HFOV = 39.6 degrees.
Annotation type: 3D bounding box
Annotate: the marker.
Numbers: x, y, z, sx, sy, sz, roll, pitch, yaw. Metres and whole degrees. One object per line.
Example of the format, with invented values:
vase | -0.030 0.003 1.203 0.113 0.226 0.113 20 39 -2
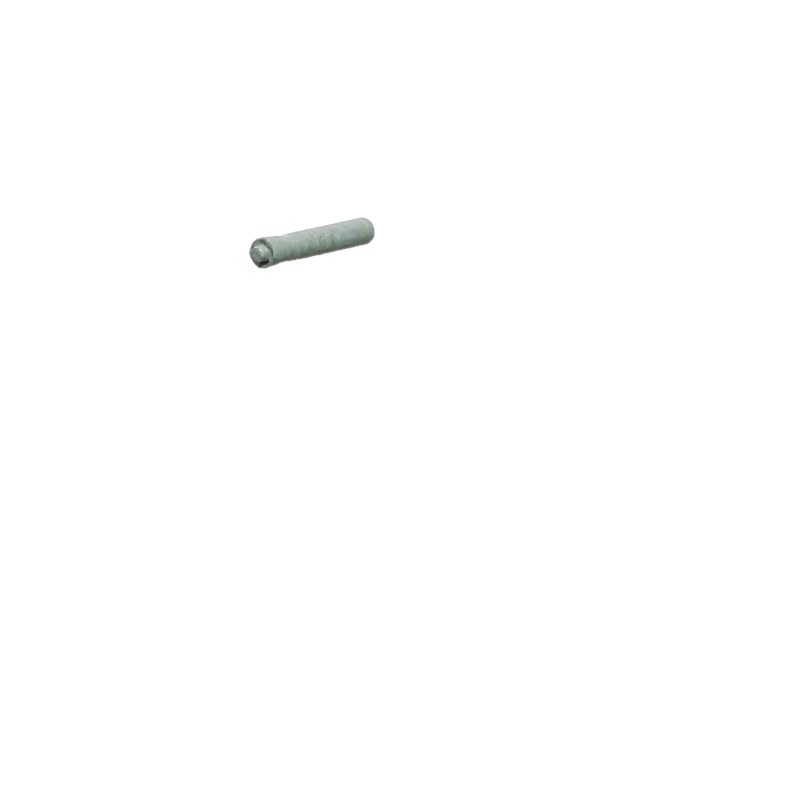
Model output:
marker | -0.055 -0.101 0.704 0.020 0.019 0.119 2 15 31
